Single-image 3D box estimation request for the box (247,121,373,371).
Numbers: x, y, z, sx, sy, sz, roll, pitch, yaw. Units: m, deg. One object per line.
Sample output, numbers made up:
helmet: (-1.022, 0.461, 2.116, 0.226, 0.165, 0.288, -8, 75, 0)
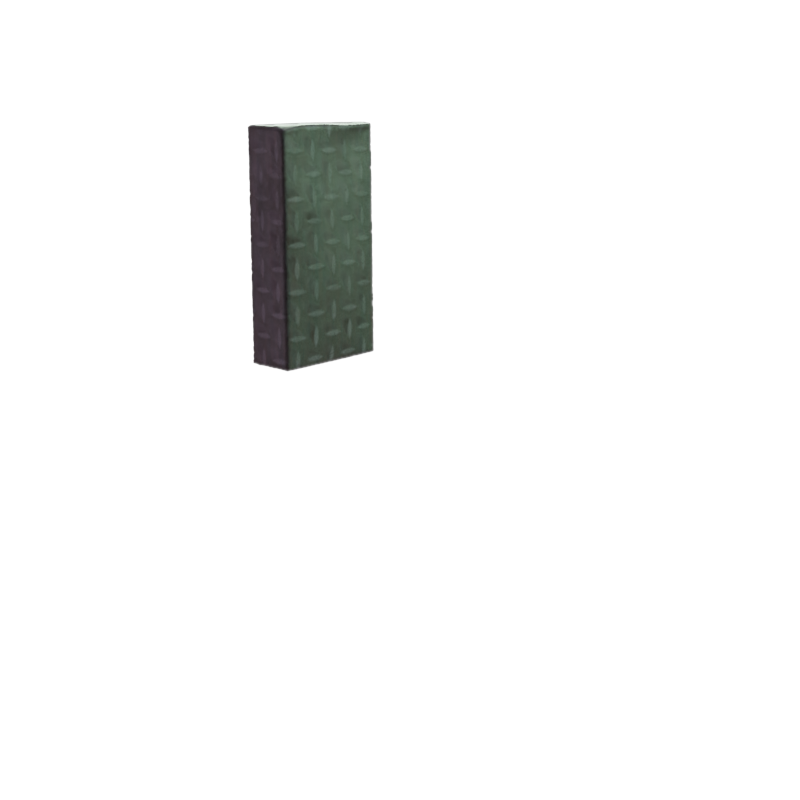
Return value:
box: (-0.064, -0.118, 0.824, 0.050, 0.172, 0.091, 10, 14, 43)
